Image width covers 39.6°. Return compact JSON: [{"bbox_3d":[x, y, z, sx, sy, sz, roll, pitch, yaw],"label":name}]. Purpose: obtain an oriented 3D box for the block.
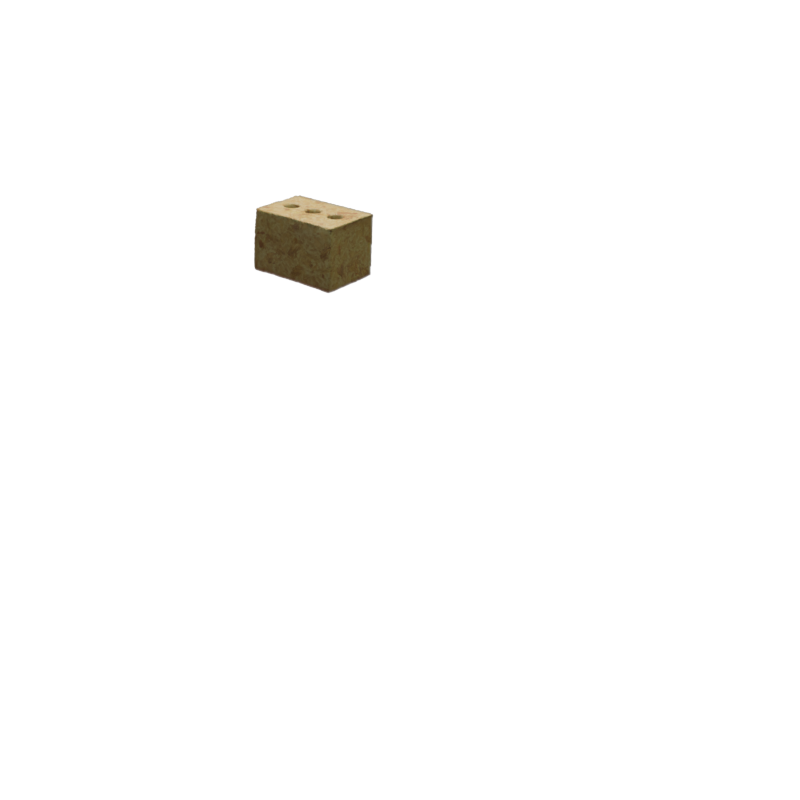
[{"bbox_3d":[-0.066,-0.121,0.848,0.082,0.049,0.052,19,29,35],"label":"block"}]
